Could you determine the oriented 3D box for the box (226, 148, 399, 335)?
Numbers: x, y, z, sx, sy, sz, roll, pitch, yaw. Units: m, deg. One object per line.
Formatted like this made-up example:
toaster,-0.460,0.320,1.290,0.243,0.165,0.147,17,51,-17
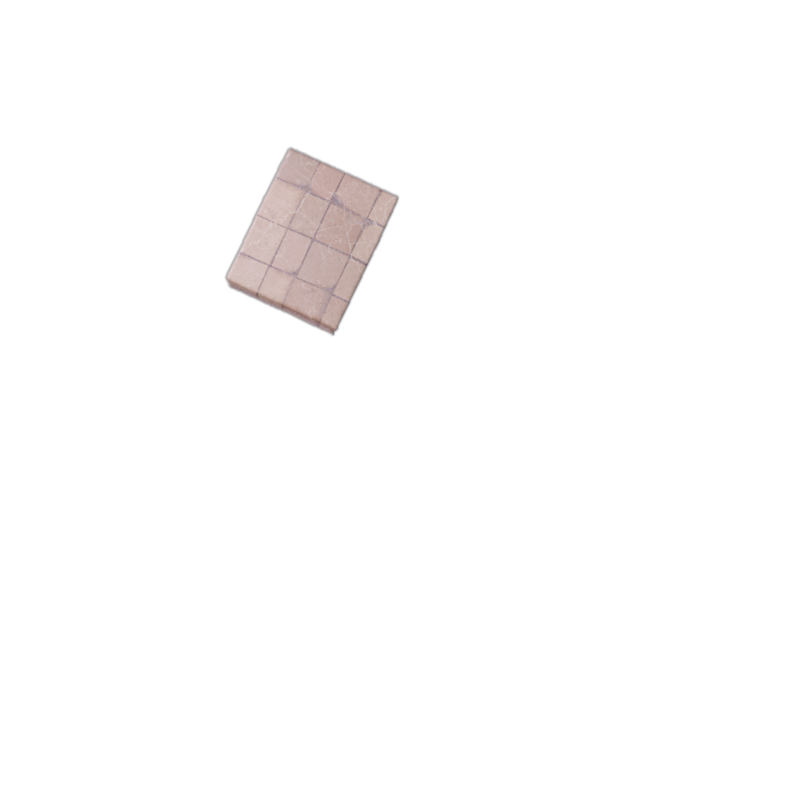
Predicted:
box,-0.064,-0.117,0.822,0.091,0.115,0.038,24,-10,4
